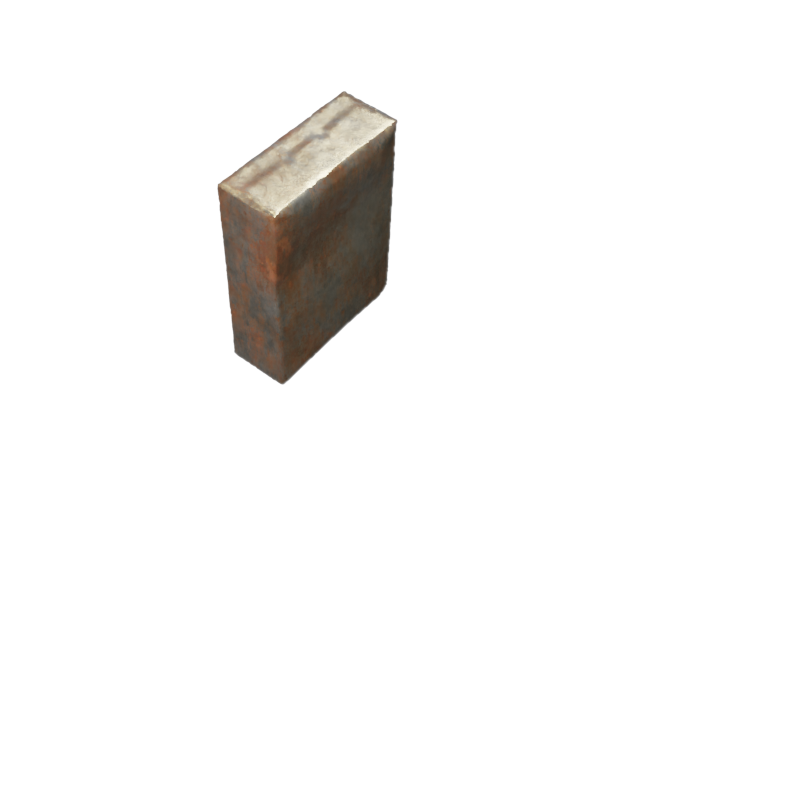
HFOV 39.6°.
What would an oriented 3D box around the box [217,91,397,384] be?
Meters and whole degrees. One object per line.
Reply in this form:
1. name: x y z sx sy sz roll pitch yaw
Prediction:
1. box: -0.078 -0.141 0.991 0.076 0.199 0.167 31 55 21
